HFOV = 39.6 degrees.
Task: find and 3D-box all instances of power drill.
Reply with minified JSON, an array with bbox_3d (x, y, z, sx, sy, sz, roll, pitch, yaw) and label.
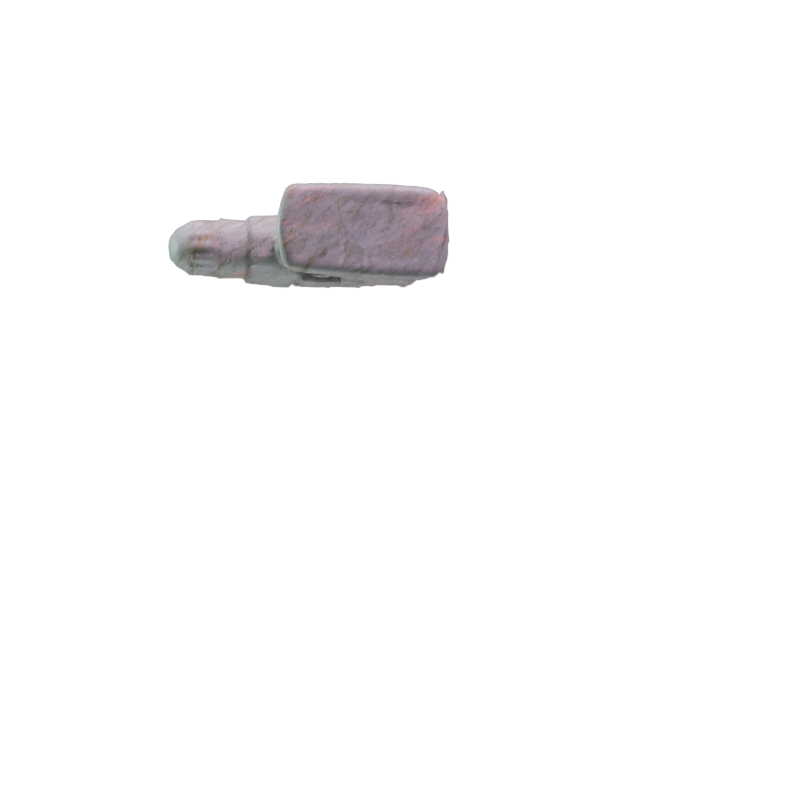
[{"bbox_3d":[-0.058,-0.105,0.735,0.182,0.057,0.190,-1,4,-12],"label":"power drill"}]
